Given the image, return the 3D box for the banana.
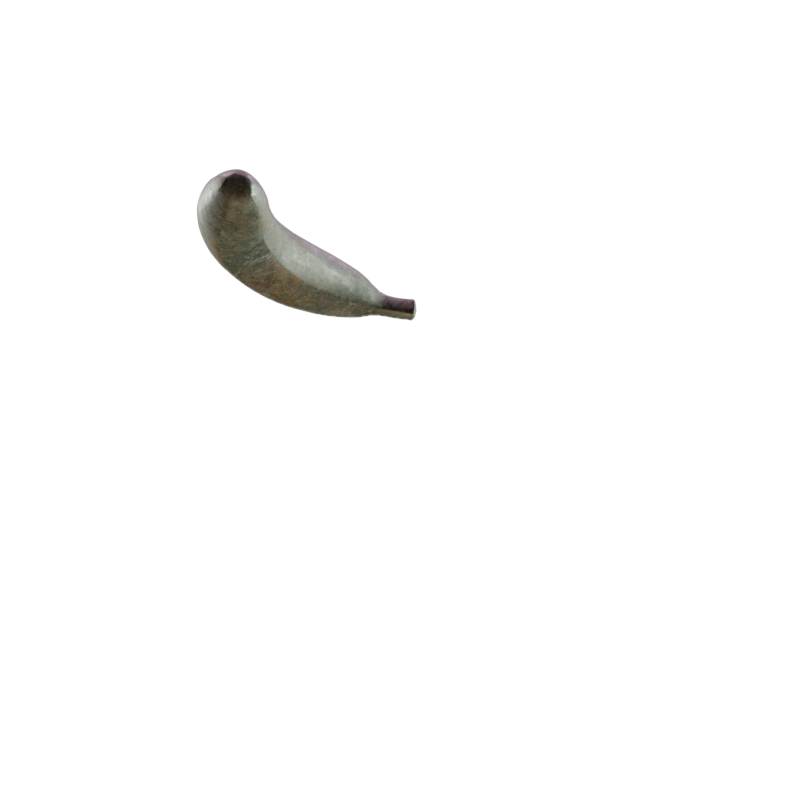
[{"bbox_3d":[-0.060,-0.078,0.579,0.071,0.038,0.186,-7,-15,25],"label":"banana"}]
